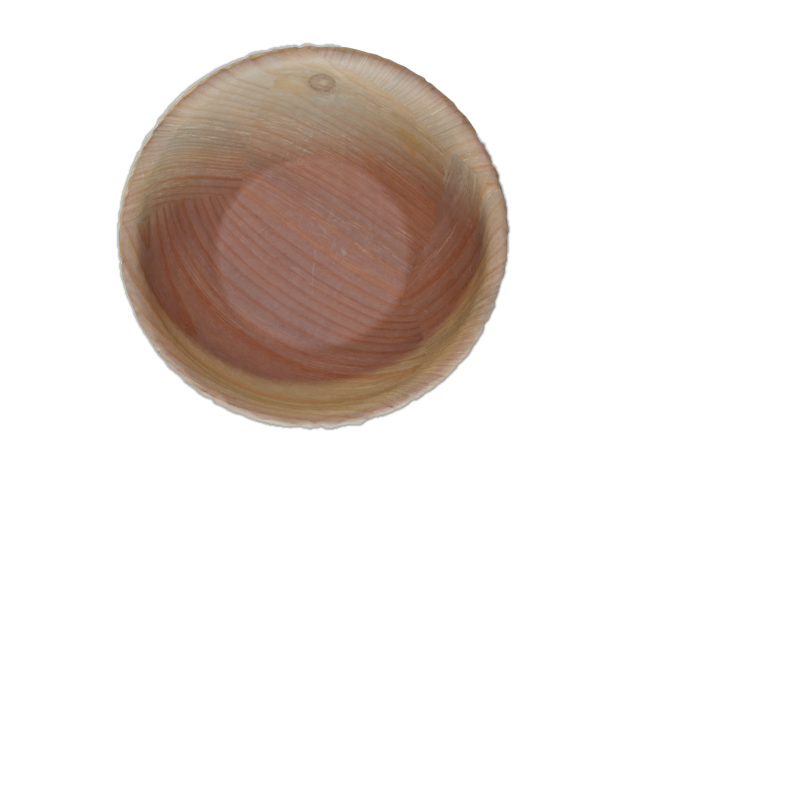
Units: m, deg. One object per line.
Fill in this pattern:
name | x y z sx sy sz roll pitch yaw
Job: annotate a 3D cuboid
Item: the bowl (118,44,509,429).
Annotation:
bowl | -0.038 -0.069 0.482 0.162 0.166 0.054 0 -9 -1
